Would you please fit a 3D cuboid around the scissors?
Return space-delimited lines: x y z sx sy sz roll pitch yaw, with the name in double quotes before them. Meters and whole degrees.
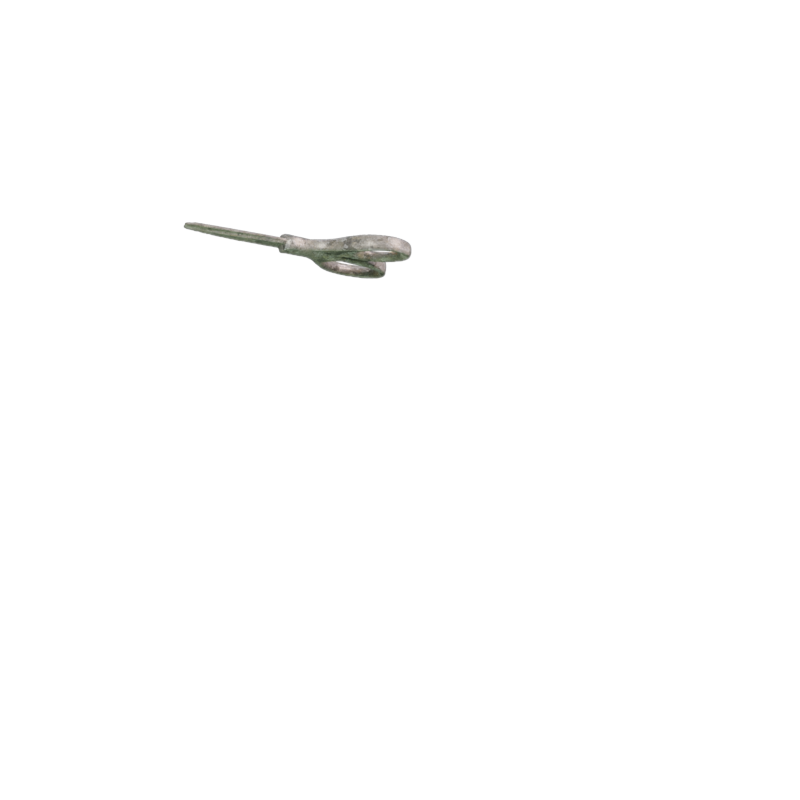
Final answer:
"scissors" -0.072 -0.132 0.922 0.098 0.016 0.190 -10 -15 42
